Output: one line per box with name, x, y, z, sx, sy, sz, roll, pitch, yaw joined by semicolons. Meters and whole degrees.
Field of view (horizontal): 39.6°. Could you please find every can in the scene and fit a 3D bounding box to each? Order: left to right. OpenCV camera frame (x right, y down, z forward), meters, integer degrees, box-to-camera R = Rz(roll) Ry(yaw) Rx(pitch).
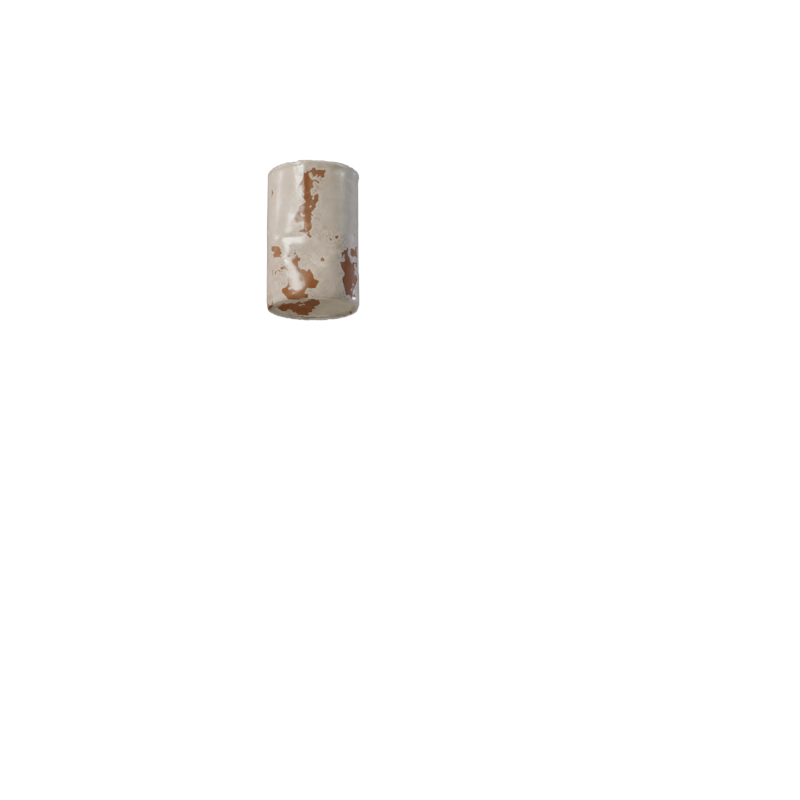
can;-0.063;-0.115;0.804;0.068;0.106;0.066;0;-15;-2
